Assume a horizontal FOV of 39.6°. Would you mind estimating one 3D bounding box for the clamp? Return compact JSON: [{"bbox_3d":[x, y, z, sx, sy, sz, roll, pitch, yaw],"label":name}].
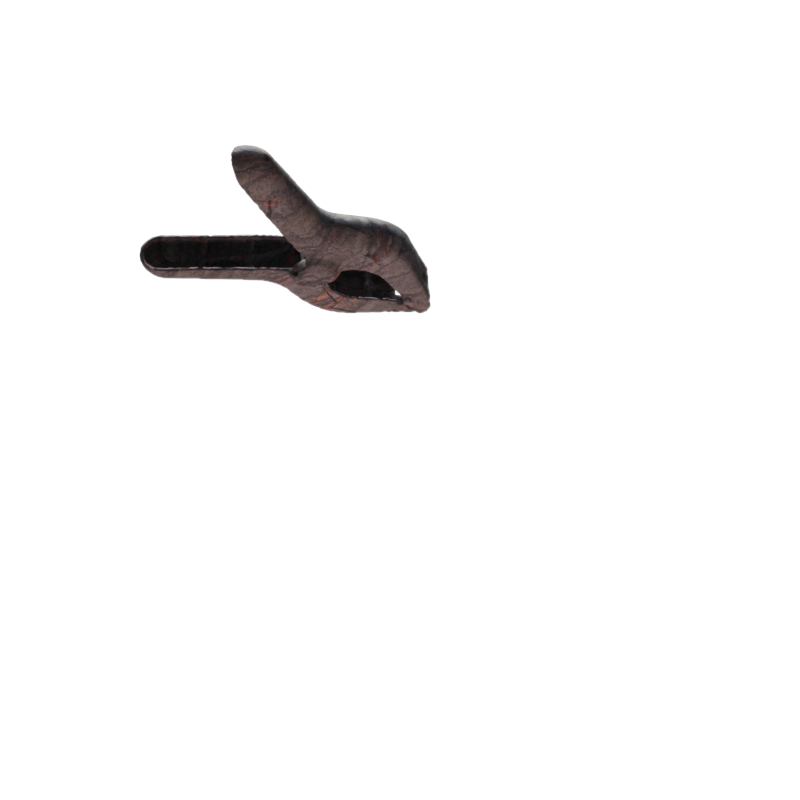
[{"bbox_3d":[-0.049,-0.089,0.624,0.165,0.041,0.118,9,-22,-24],"label":"clamp"}]
